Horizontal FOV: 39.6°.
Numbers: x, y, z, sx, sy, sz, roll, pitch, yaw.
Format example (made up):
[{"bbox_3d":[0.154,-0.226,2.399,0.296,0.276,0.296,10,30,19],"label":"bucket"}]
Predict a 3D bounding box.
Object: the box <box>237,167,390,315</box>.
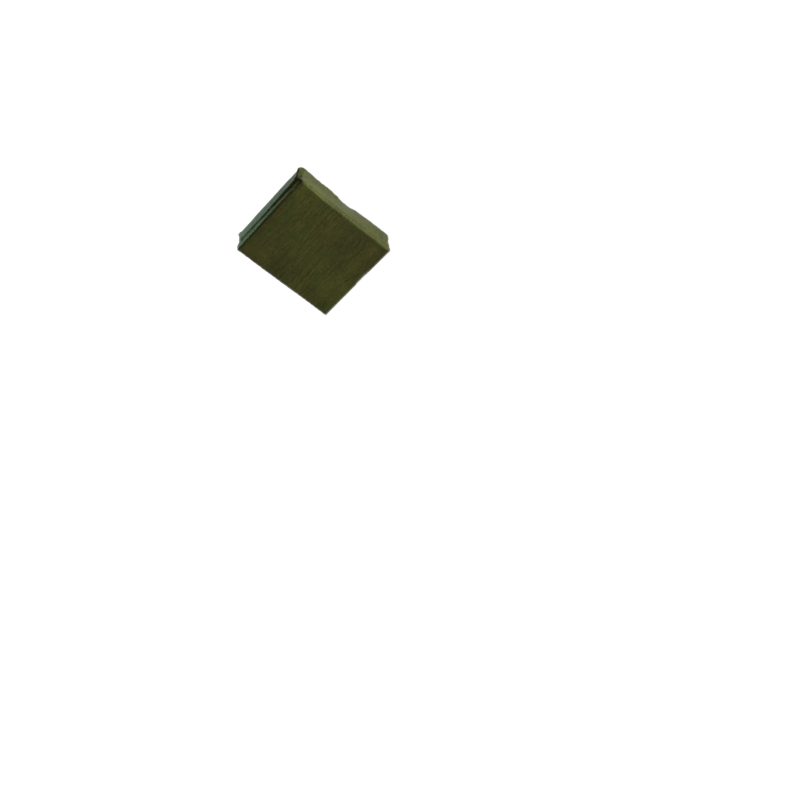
[{"bbox_3d":[-0.064,-0.117,0.818,0.086,0.072,0.032,37,22,-18],"label":"box"}]
